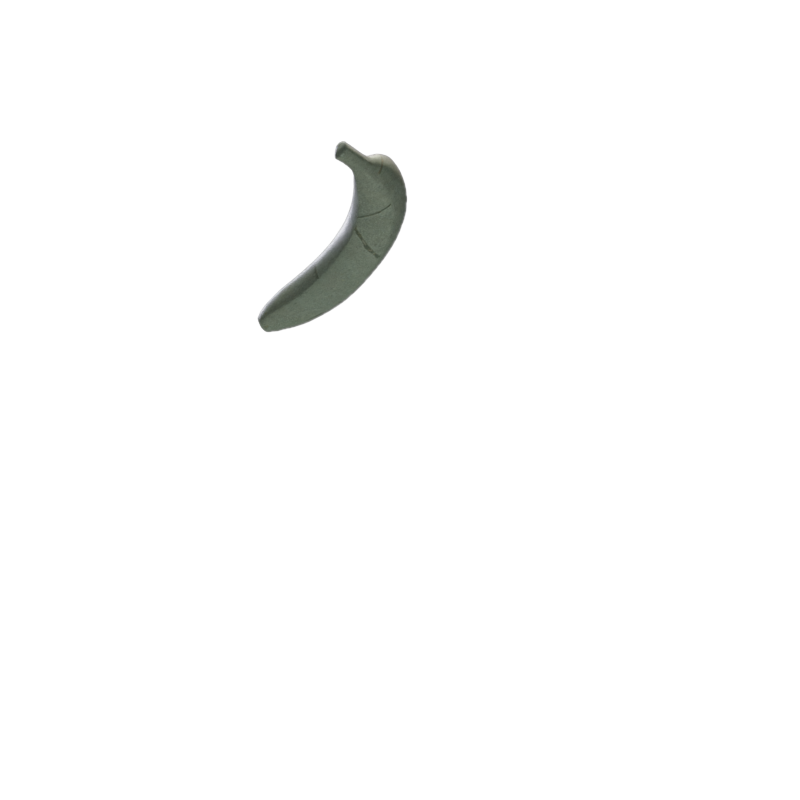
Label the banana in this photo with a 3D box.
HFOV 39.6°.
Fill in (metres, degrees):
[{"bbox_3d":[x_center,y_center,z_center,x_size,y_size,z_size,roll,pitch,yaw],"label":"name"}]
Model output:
[{"bbox_3d":[-0.041,-0.108,0.767,0.068,0.039,0.189,13,-40,-17],"label":"banana"}]
